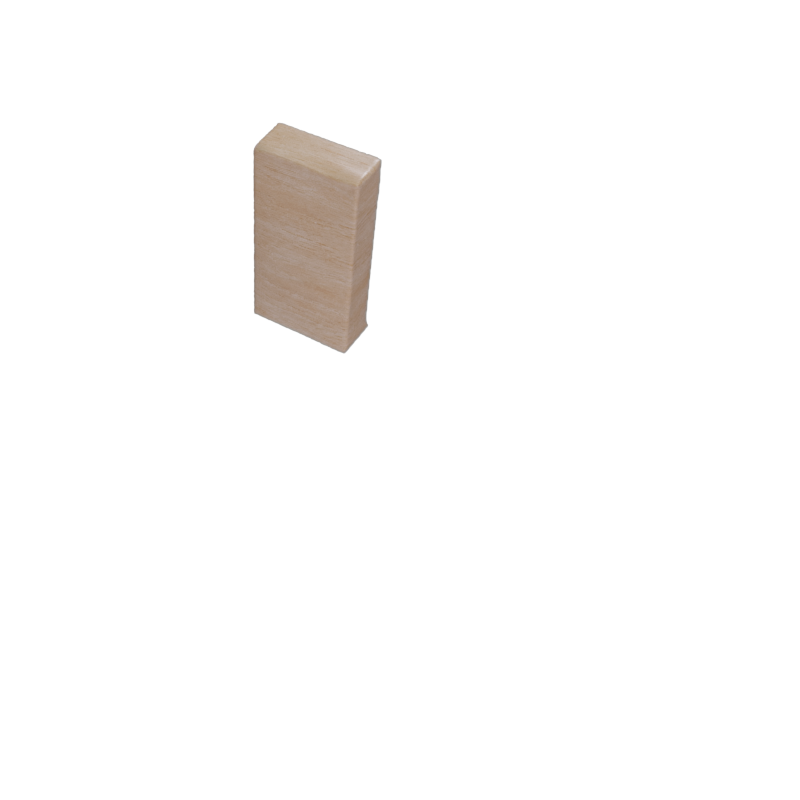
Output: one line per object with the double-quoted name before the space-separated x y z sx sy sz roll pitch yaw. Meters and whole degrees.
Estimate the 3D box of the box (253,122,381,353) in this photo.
"box" -0.069 -0.125 0.877 0.097 0.164 0.049 24 50 19
